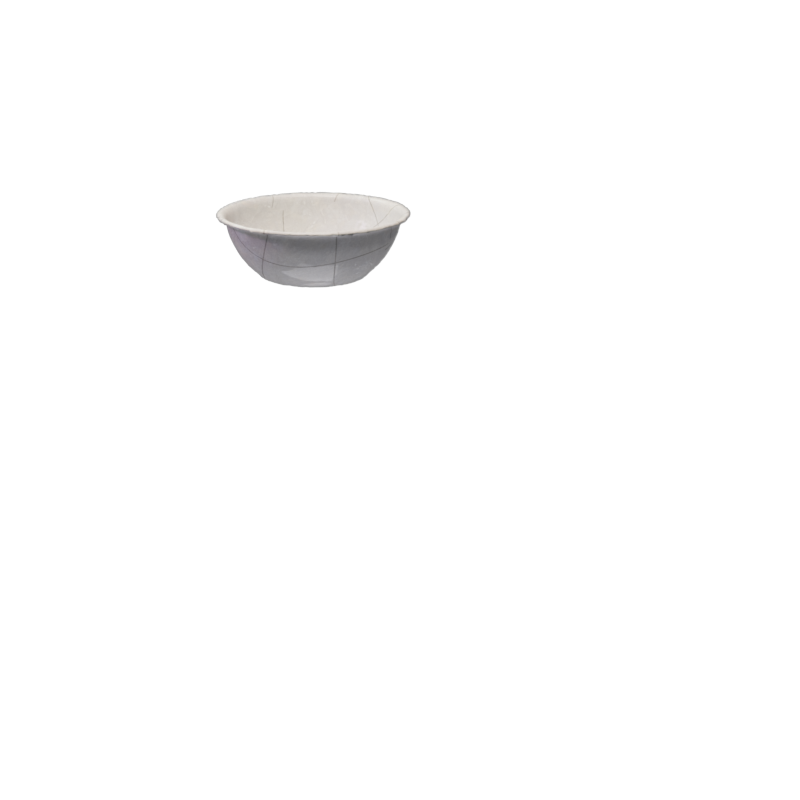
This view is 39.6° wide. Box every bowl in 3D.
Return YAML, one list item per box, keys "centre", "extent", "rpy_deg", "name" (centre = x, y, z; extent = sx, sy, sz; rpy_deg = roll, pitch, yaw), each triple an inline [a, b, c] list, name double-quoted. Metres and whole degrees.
- centre: [-0.073, -0.133, 0.930]
  extent: [0.162, 0.053, 0.169]
  rpy_deg: [-1, 21, -2]
  name: "bowl"
